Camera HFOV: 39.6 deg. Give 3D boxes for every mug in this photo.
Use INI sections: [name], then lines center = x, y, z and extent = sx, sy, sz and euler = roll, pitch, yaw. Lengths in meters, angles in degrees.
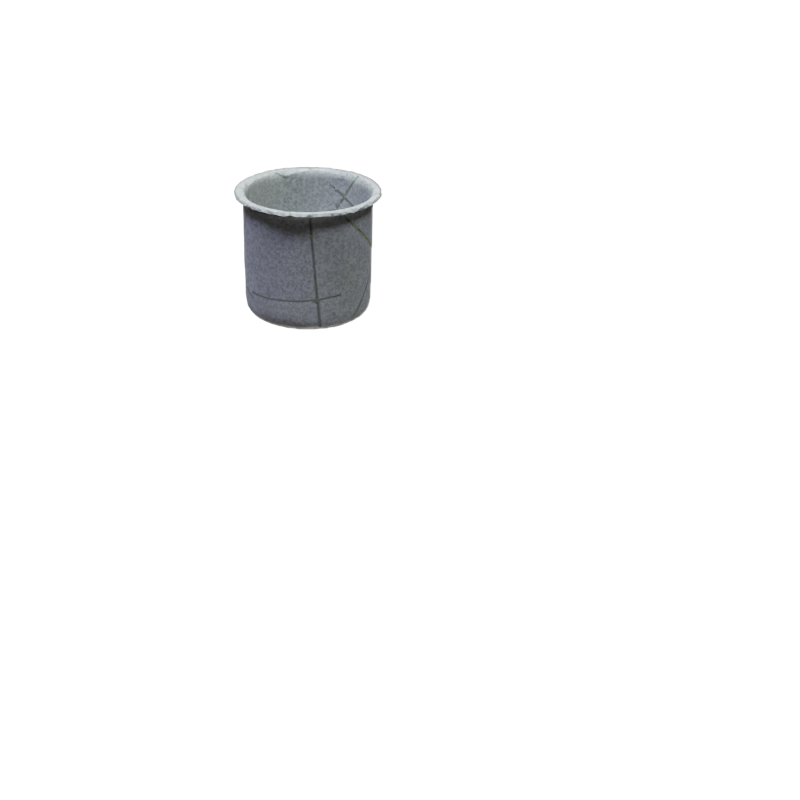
[mug]
center = -0.057, -0.103, 0.724
extent = 0.095, 0.077, 0.121
euler = 7, 27, 12
